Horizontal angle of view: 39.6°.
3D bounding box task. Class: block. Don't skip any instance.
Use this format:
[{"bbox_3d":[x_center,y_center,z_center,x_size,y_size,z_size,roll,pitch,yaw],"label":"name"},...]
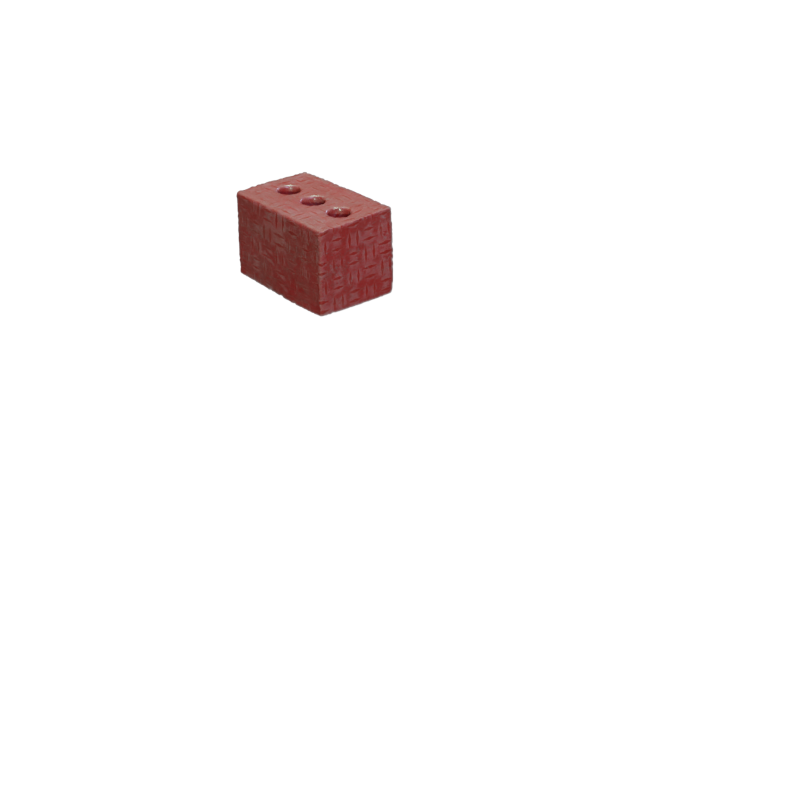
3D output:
[{"bbox_3d":[-0.049,-0.089,0.621,0.052,0.048,0.083,-21,35,-36],"label":"block"}]
